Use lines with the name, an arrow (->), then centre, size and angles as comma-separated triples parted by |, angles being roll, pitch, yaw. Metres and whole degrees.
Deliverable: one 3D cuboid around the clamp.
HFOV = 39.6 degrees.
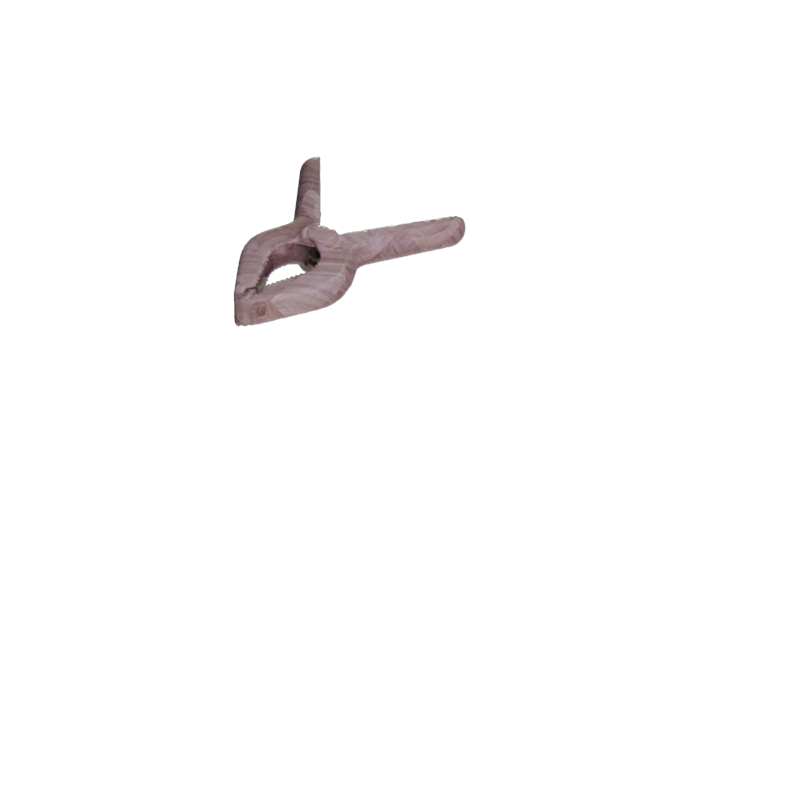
clamp -> -0.071, -0.130, 0.910 | 0.175, 0.034, 0.211 | 31, 50, 30
